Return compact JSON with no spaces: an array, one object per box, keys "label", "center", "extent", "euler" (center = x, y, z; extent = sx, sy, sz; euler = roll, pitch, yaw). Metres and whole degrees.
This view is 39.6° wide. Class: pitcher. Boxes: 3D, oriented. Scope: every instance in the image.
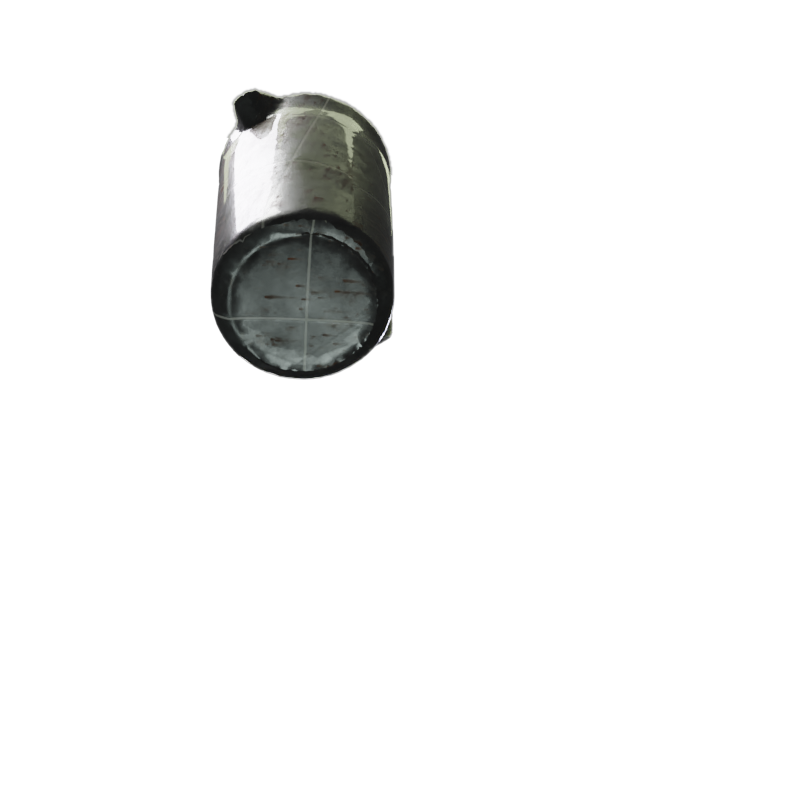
[{"label":"pitcher","center":[-0.059,-0.108,0.753],"extent":[0.147,0.139,0.257],"euler":[11,26,-9]}]
